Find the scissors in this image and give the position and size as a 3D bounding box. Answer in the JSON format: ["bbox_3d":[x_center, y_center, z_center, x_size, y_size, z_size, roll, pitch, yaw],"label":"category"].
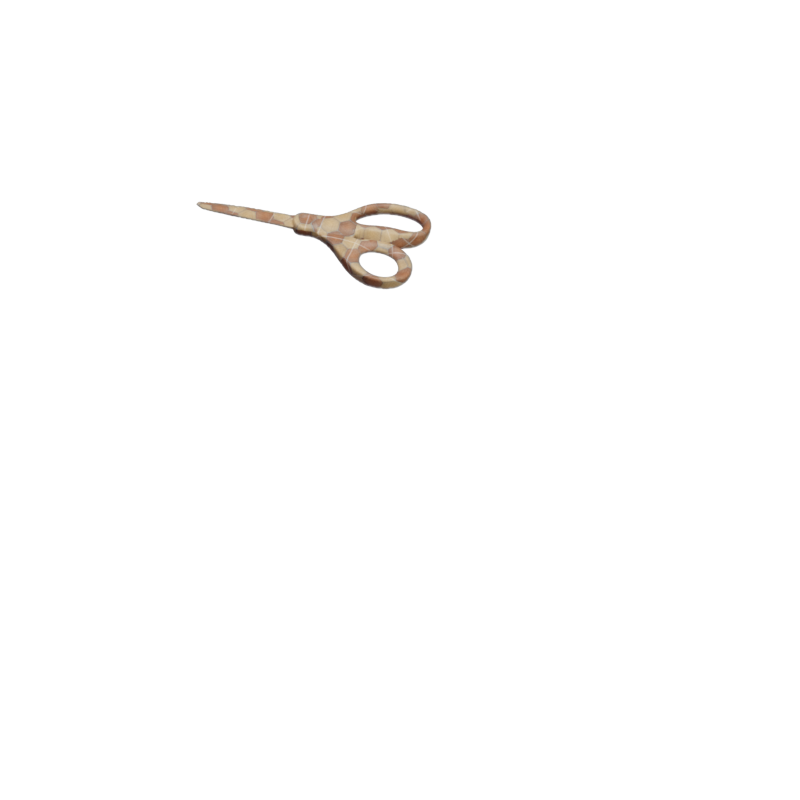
[{"bbox_3d":[-0.073,-0.134,0.939,0.201,0.103,0.015,-1,-38,-1],"label":"scissors"}]
